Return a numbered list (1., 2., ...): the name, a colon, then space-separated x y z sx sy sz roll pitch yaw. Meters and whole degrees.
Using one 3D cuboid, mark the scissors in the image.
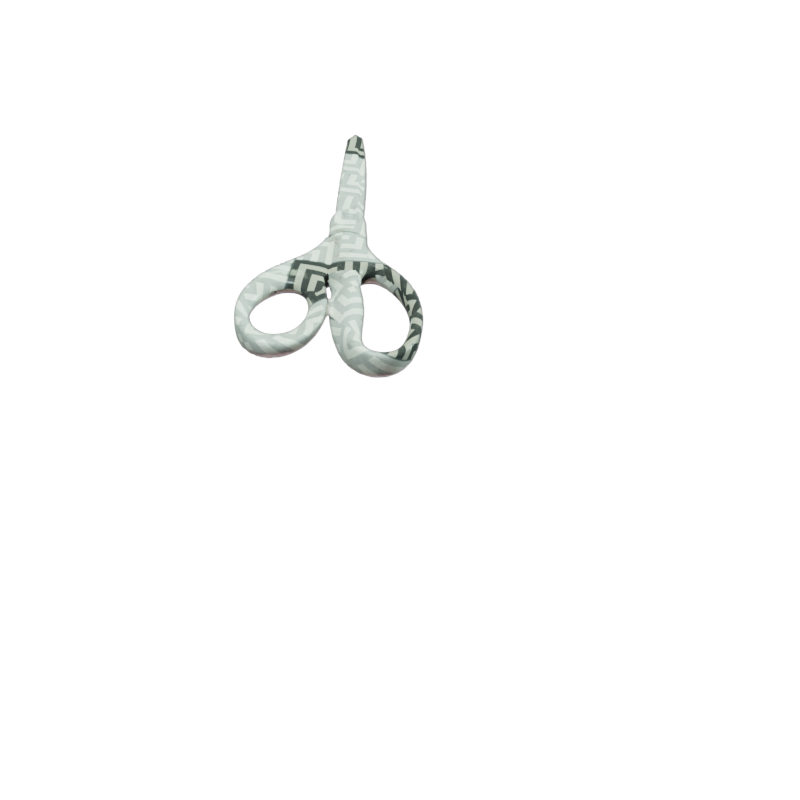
1. scissors: -0.044 -0.081 0.566 0.095 0.015 0.218 -8 41 -10
